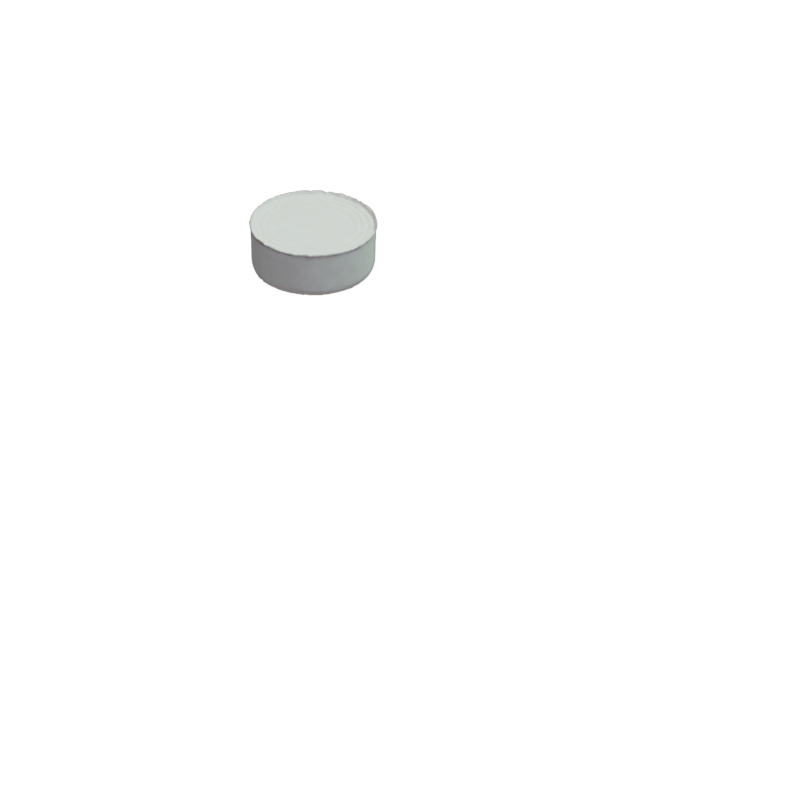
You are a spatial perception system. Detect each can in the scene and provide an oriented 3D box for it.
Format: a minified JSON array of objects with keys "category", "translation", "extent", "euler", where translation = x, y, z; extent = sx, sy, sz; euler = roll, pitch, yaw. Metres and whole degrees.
[{"category":"can","translation":[-0.059,-0.107,0.749],"extent":[0.086,0.031,0.092],"euler":[-1,37,-2]}]
